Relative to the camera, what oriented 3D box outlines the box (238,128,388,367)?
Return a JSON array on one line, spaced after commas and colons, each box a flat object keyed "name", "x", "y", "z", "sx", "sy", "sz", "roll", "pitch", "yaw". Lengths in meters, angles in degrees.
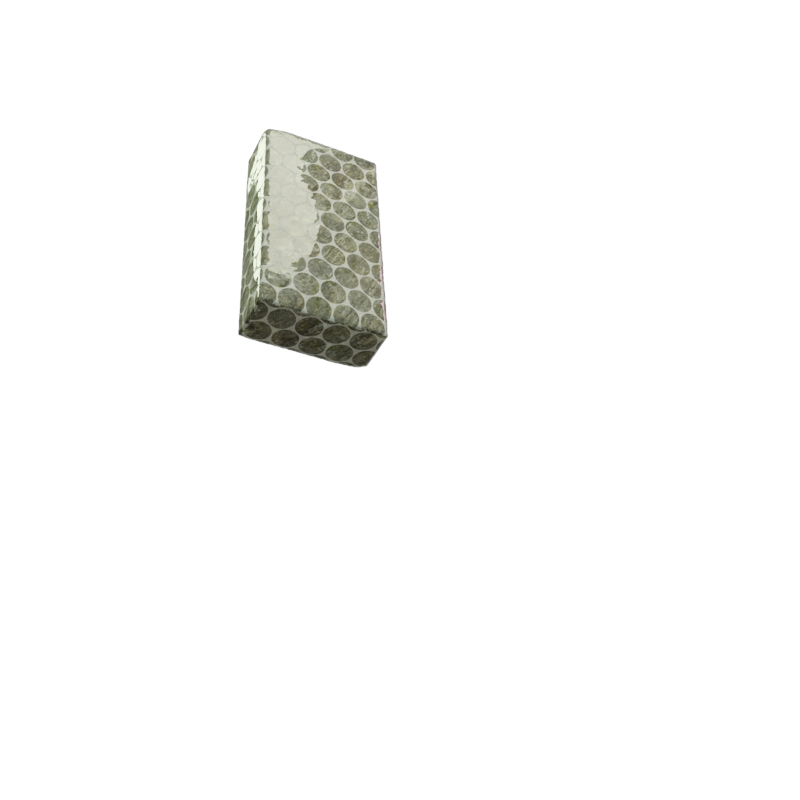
[{"name": "box", "x": -0.061, "y": -0.111, "z": 0.776, "sx": 0.090, "sy": 0.189, "sz": 0.046, "roll": 15, "pitch": -43, "yaw": -20}]
